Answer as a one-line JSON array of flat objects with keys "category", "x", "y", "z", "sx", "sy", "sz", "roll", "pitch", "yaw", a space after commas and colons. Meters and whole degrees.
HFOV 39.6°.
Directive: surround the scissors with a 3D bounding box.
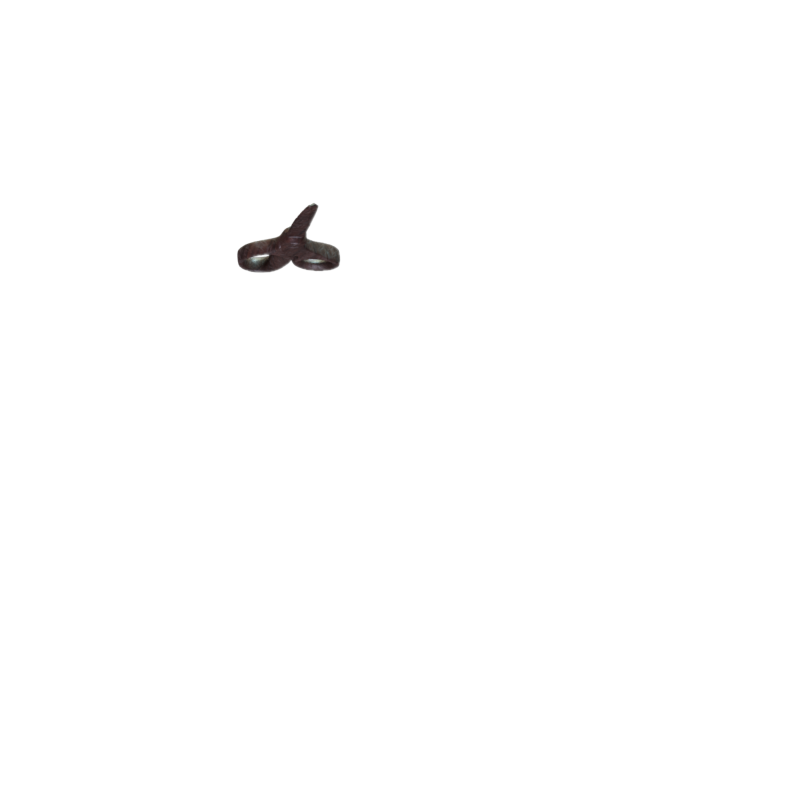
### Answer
[{"category": "scissors", "x": -0.070, "y": -0.127, "z": 0.890, "sx": 0.093, "sy": 0.016, "sz": 0.204, "roll": 3, "pitch": -6, "yaw": -27}]
